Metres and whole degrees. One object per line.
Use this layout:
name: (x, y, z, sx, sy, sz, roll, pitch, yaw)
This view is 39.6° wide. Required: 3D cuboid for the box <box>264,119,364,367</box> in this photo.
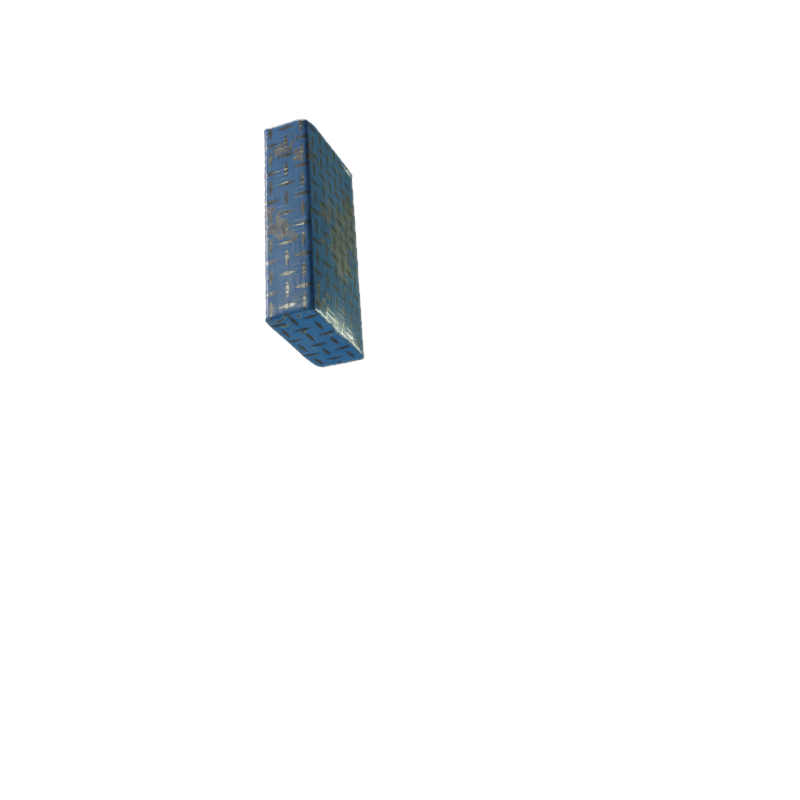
box: (-0.067, -0.123, 0.863, 0.049, 0.187, 0.086, -14, -31, 20)
